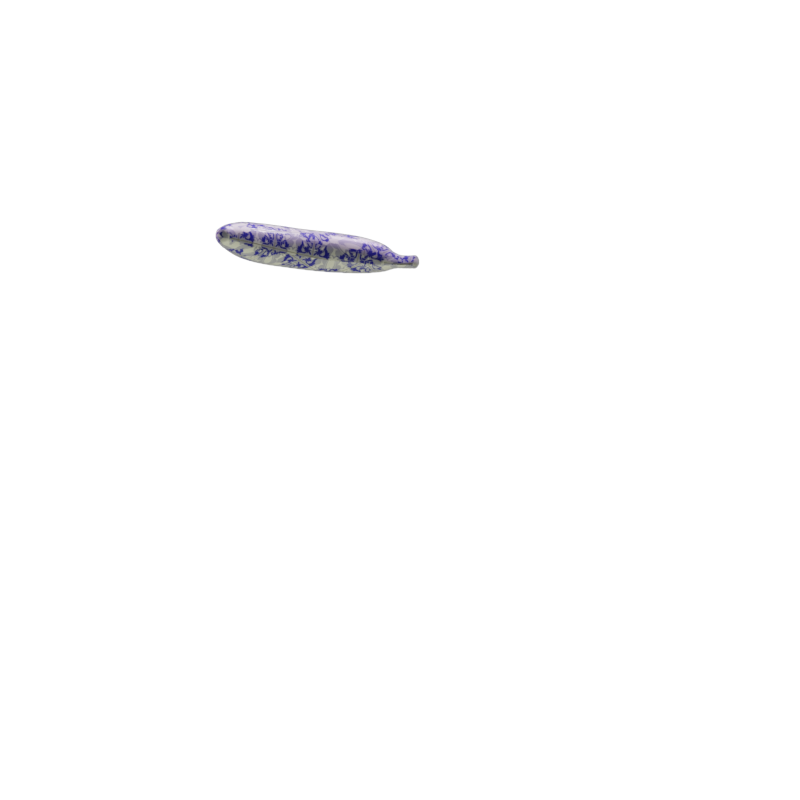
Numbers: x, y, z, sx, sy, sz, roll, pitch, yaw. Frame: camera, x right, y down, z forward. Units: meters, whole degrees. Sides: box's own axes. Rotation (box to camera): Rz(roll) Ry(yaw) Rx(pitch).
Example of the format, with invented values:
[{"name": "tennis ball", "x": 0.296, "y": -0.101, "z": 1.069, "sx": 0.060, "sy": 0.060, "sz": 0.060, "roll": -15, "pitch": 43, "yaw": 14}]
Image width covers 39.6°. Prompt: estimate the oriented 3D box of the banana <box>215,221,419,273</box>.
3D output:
[{"name": "banana", "x": -0.084, "y": -0.141, "z": 1.017, "sx": 0.191, "sy": 0.038, "sz": 0.070, "roll": 3, "pitch": -8, "yaw": -25}]
